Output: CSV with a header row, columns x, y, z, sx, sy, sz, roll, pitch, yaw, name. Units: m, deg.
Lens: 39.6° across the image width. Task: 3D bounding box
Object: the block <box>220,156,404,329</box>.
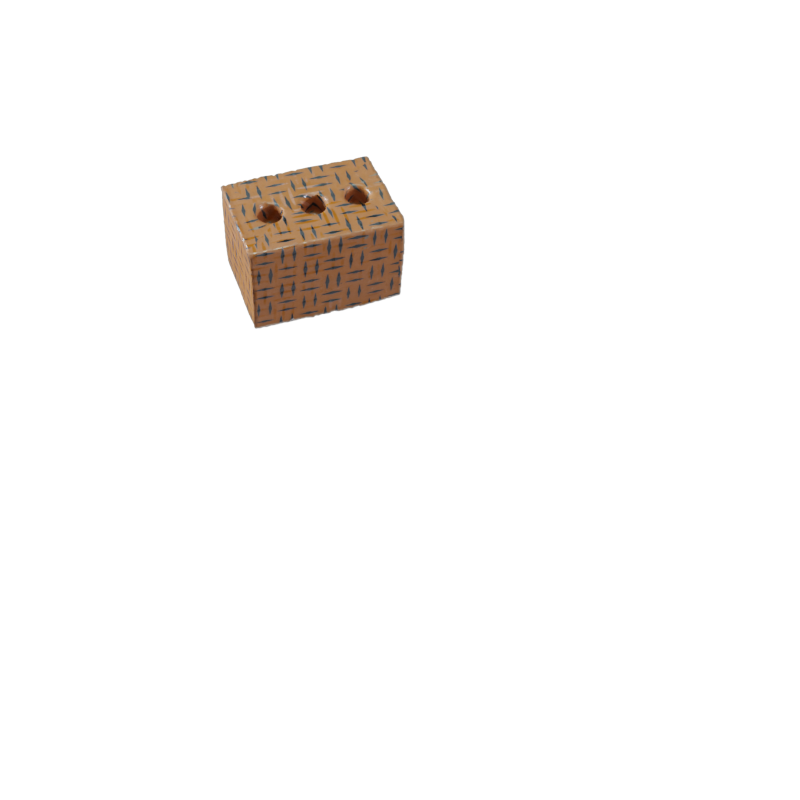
x,y,z,sx,sy,sz,roll,pitch,yaw,name
-0.042,-0.077,0.539,0.077,0.057,0.048,-14,-41,-14,block
